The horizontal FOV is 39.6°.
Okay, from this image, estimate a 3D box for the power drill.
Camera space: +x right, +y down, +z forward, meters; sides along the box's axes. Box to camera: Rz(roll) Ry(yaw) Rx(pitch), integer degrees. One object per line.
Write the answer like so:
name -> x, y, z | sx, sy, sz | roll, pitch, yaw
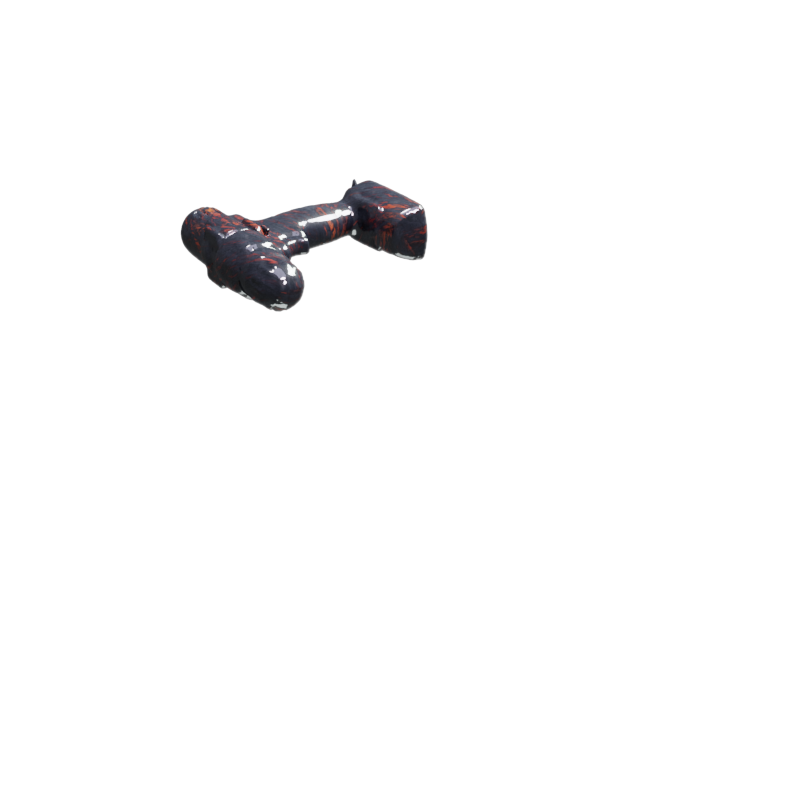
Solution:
power drill -> -0.074, -0.135, 0.943 | 0.184, 0.054, 0.198 | -15, 30, -27
